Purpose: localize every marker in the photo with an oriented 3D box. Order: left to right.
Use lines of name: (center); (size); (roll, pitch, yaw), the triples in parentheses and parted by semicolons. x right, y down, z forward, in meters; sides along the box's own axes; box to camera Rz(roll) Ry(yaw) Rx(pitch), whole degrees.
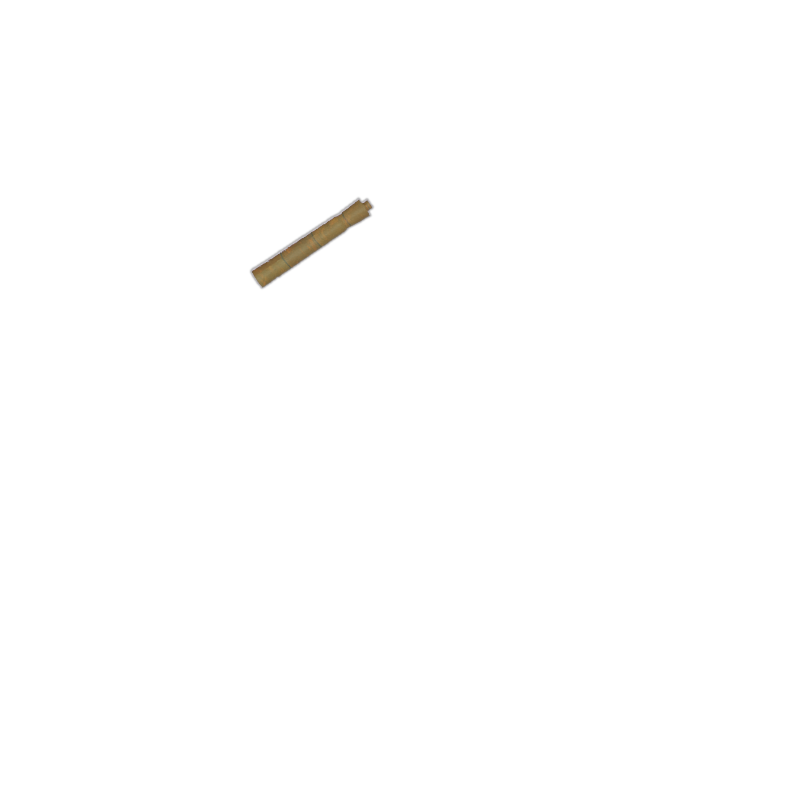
marker: (-0.076, -0.139, 0.977); (0.121, 0.020, 0.020); (-34, 4, 2)
